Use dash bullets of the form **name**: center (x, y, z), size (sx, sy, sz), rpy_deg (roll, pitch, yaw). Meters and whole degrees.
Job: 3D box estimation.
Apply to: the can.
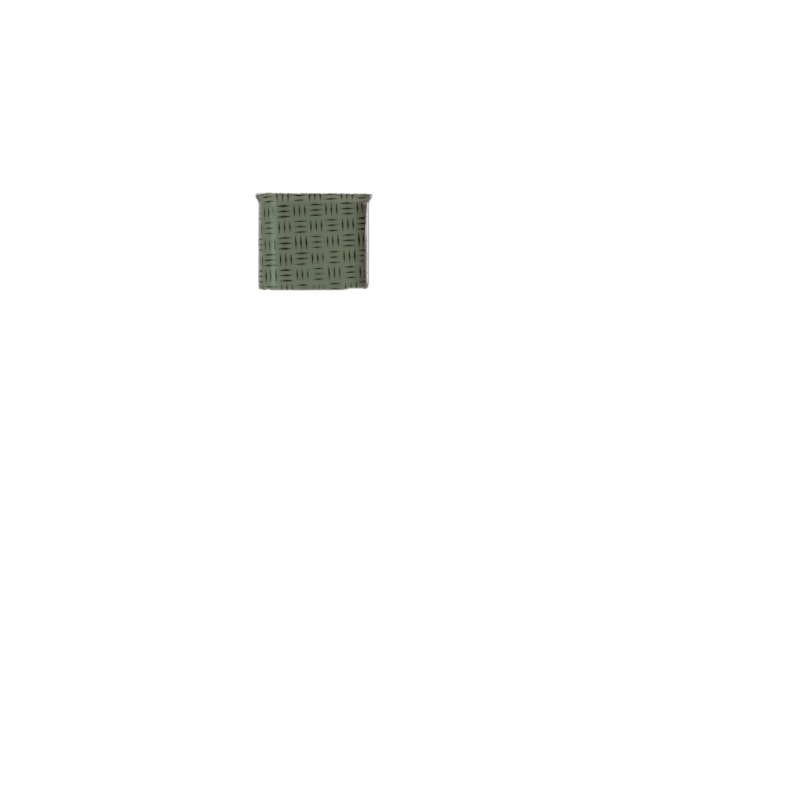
- **can**: center (-0.076, -0.139, 0.972), size (0.101, 0.084, 0.058), rpy_deg (0, 2, -5)
